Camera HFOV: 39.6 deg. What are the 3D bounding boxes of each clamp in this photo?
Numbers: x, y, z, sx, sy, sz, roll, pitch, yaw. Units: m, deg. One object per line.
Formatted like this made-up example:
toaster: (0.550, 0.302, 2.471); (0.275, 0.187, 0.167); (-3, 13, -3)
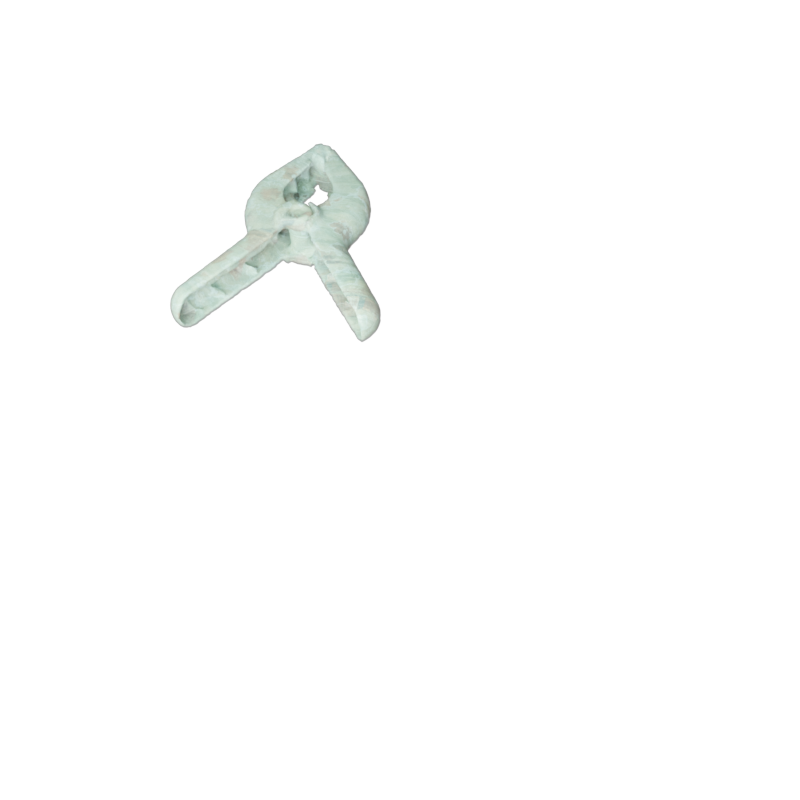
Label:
clamp: (-0.053, -0.096, 0.673); (0.123, 0.180, 0.036); (13, -42, 12)
